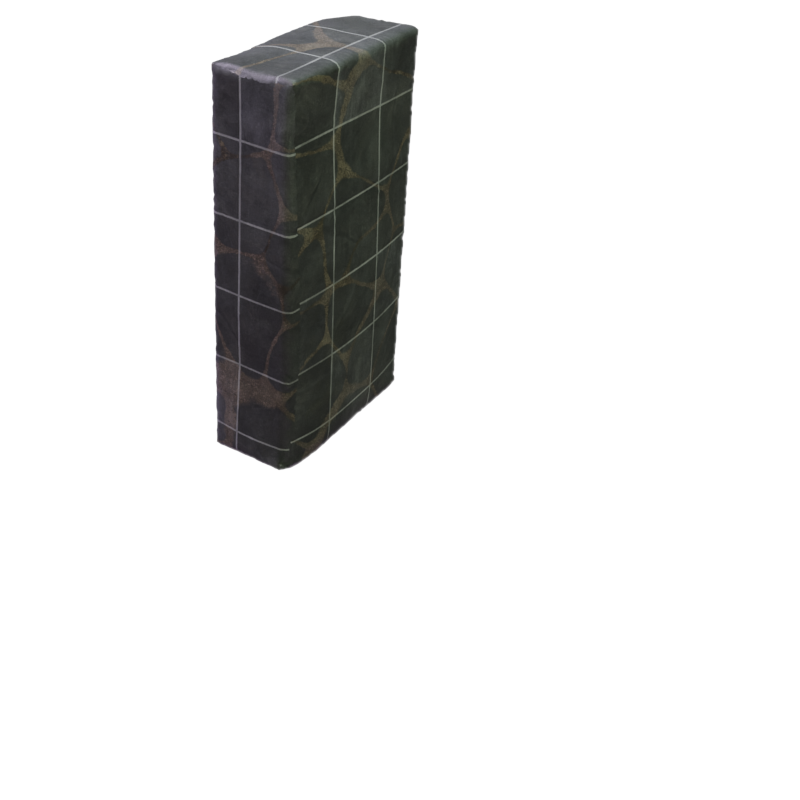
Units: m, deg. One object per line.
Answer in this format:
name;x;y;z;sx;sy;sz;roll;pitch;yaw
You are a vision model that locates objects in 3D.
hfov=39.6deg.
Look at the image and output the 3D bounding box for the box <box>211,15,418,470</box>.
box;-0.037;-0.068;0.472;0.050;0.167;0.094;17;31;26
